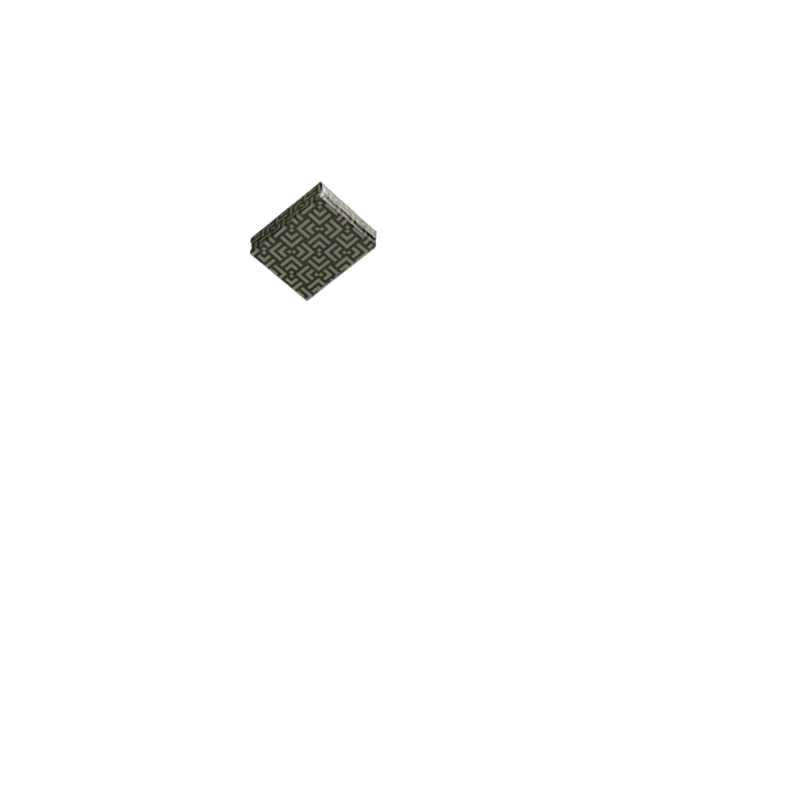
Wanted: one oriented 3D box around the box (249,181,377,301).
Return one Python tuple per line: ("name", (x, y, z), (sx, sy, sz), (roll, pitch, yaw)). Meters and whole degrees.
("box", (-0.076, -0.140, 0.978), (0.088, 0.032, 0.069), (-37, -61, 24))
